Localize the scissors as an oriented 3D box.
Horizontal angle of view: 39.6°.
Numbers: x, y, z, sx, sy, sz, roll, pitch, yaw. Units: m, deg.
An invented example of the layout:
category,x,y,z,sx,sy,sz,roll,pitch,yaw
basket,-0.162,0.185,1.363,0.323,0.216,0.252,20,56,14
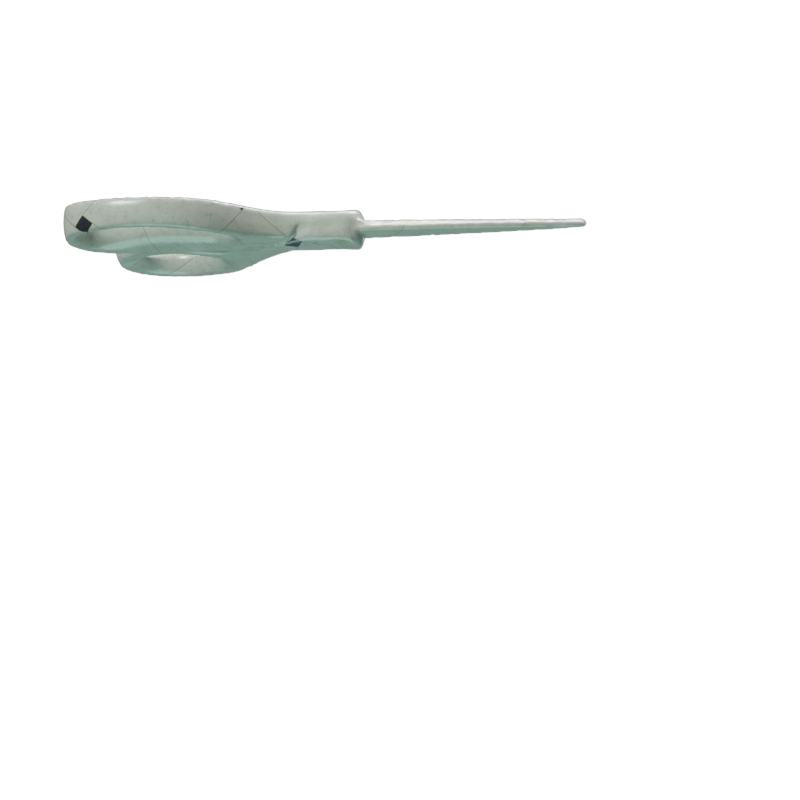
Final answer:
category,x,y,z,sx,sy,sz,roll,pitch,yaw
scissors,-0.036,-0.066,0.461,0.199,0.016,0.095,1,-6,-10
